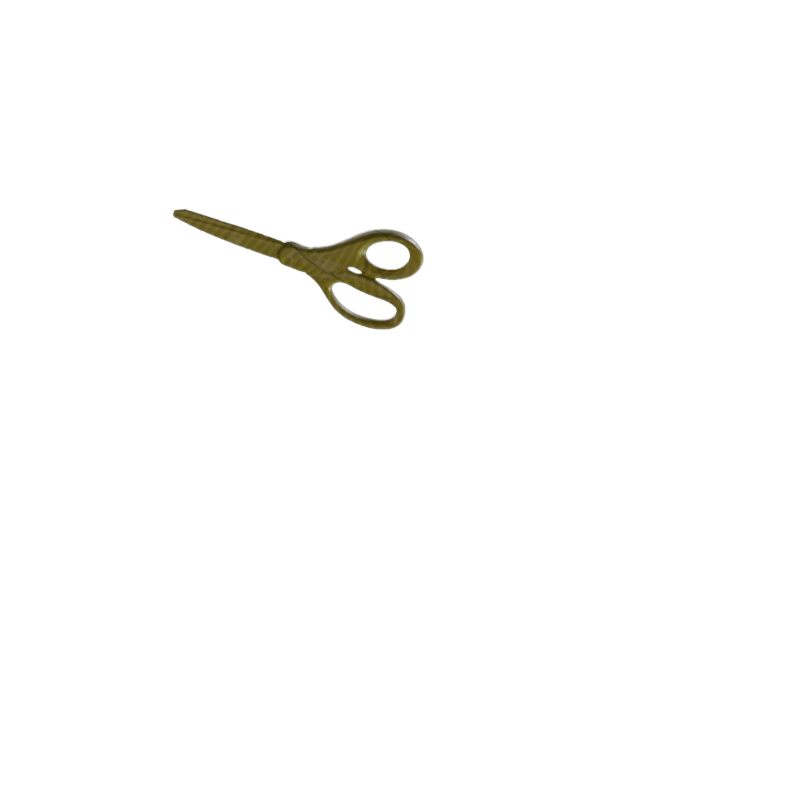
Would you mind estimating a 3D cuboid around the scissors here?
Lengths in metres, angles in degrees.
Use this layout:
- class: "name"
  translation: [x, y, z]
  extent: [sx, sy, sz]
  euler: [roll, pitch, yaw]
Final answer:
- class: "scissors"
  translation: [-0.068, -0.123, 0.864]
  extent: [0.193, 0.094, 0.017]
  euler: [33, 26, -18]
